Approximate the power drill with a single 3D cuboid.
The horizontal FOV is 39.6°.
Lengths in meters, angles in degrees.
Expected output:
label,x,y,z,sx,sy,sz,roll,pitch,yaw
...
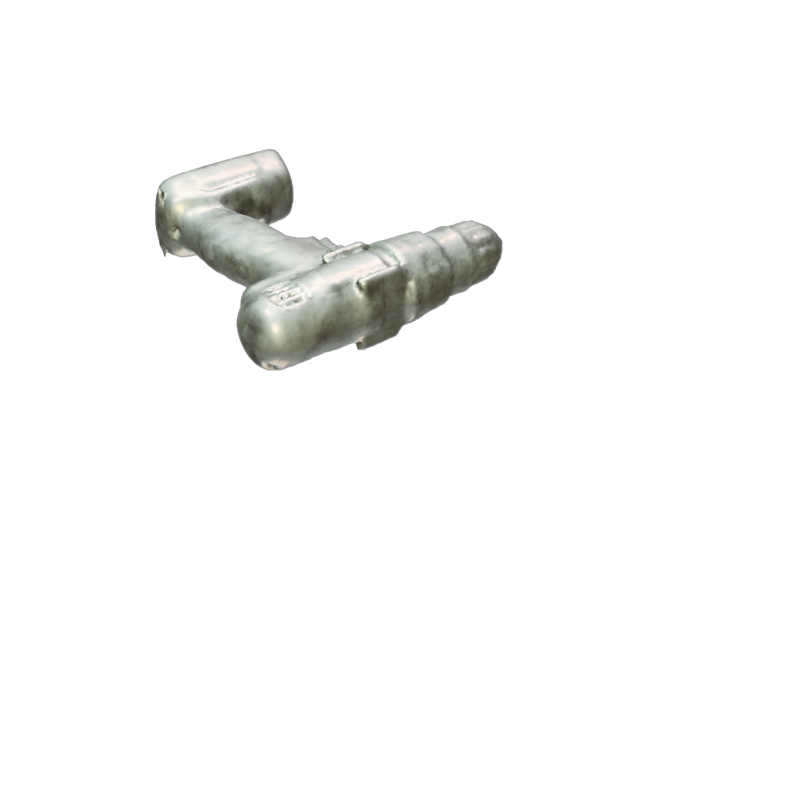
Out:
label,x,y,z,sx,sy,sz,roll,pitch,yaw
power drill,-0.055,-0.100,0.703,0.182,0.054,0.202,-22,39,-31
